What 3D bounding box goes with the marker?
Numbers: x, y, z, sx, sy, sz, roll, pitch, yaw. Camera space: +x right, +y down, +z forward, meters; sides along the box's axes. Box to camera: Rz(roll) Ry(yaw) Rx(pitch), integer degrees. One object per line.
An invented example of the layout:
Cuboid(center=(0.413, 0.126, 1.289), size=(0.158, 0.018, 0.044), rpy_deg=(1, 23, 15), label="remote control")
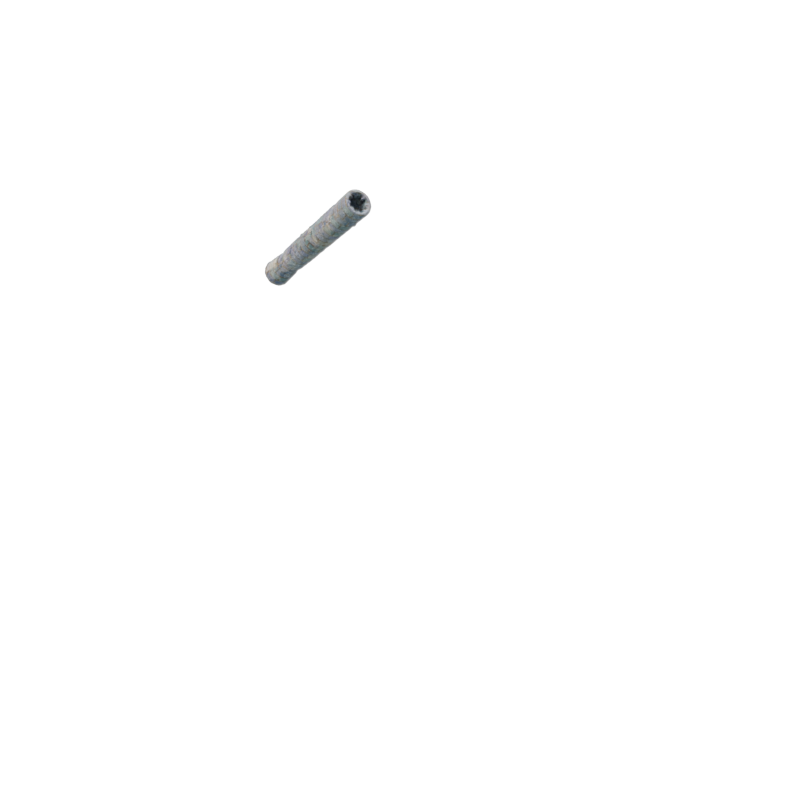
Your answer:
Cuboid(center=(-0.057, -0.104, 0.732), size=(0.019, 0.021, 0.120), rpy_deg=(-2, -16, -34), label="marker")
